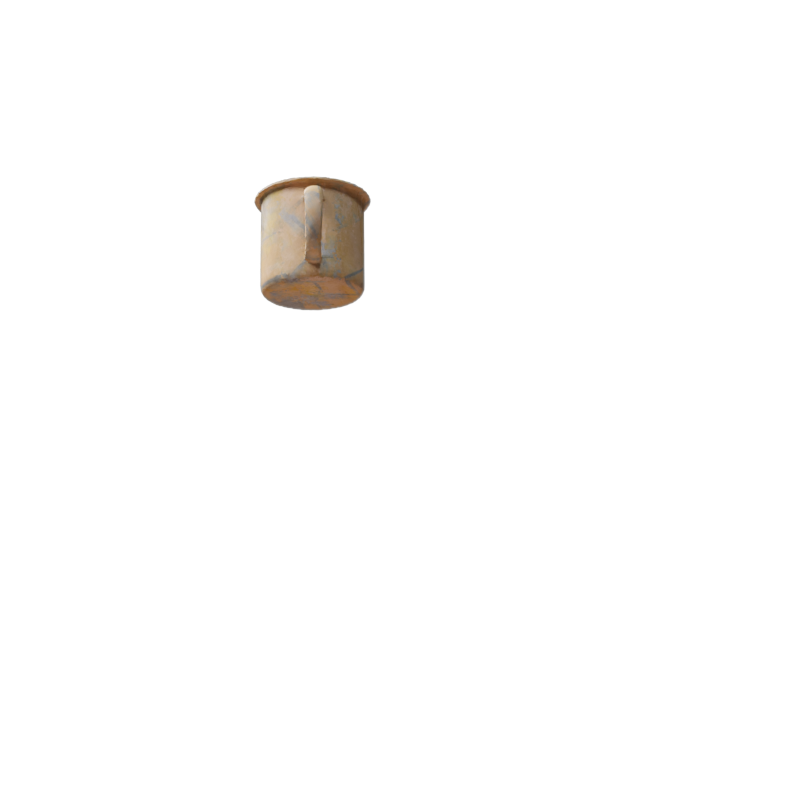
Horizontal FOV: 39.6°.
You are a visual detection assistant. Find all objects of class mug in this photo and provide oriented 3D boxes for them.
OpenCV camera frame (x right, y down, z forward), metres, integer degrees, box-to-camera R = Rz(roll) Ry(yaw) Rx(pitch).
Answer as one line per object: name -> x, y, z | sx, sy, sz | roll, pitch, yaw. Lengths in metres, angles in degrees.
mug -> -0.068, -0.123, 0.865 | 0.093, 0.085, 0.113 | 1, -17, -6
